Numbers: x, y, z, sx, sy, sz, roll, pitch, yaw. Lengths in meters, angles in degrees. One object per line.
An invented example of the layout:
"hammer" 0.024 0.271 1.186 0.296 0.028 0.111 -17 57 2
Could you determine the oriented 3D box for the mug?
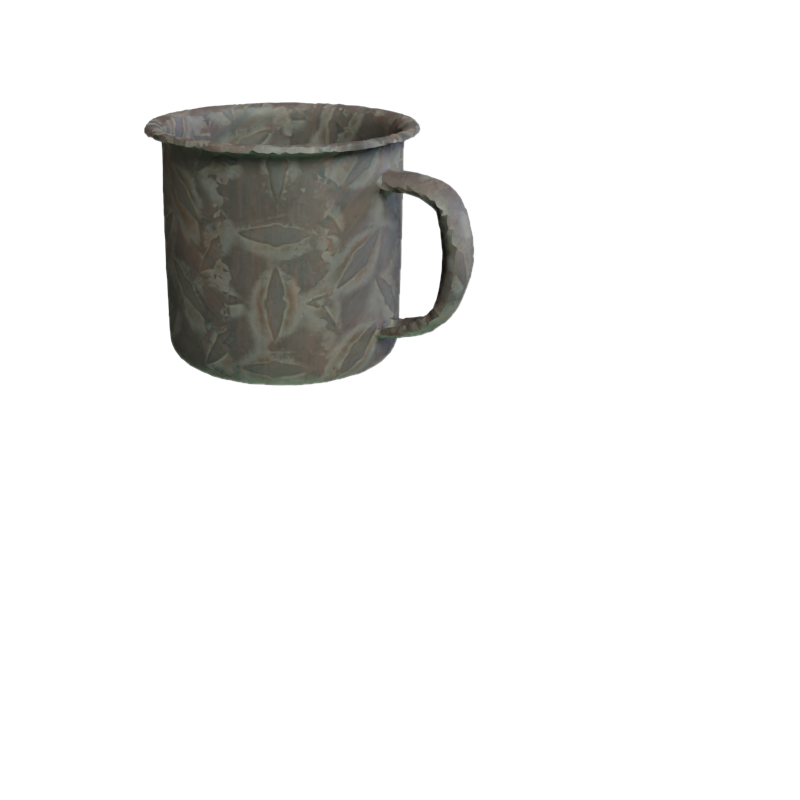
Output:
"mug" -0.030 -0.054 0.380 0.122 0.078 0.093 11 22 26
